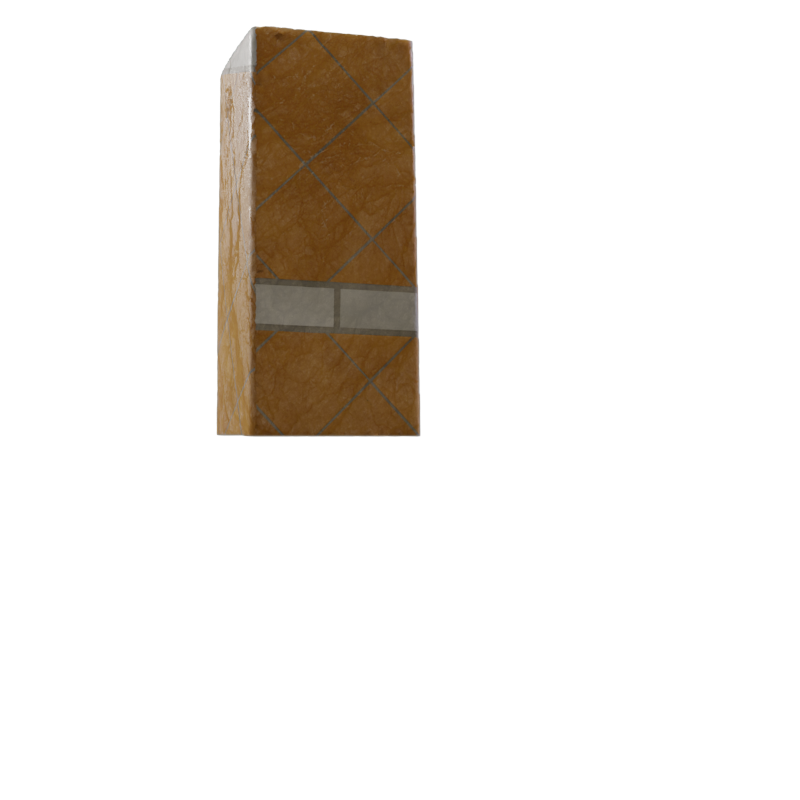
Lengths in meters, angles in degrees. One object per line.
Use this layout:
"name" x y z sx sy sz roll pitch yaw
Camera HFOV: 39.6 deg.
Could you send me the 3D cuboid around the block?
"block" -0.047 -0.085 0.597 0.089 0.211 0.090 2 -8 -18
